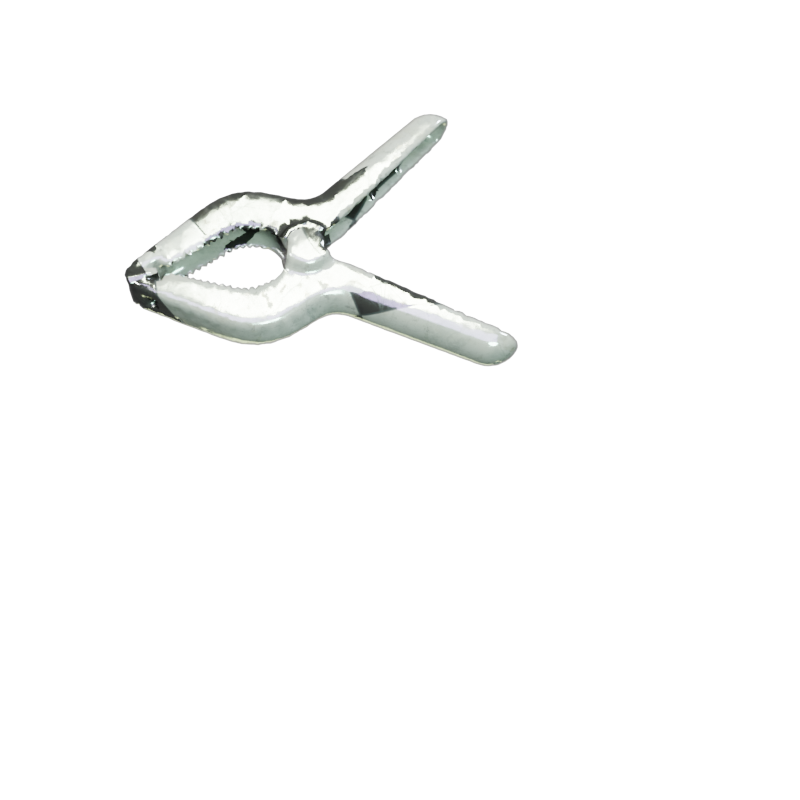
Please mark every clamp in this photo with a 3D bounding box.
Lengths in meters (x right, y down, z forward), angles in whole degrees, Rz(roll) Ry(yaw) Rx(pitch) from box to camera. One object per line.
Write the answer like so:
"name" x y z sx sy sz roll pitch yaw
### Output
"clamp" -0.049 -0.090 0.632 0.209 0.176 0.034 -4 -30 -3
